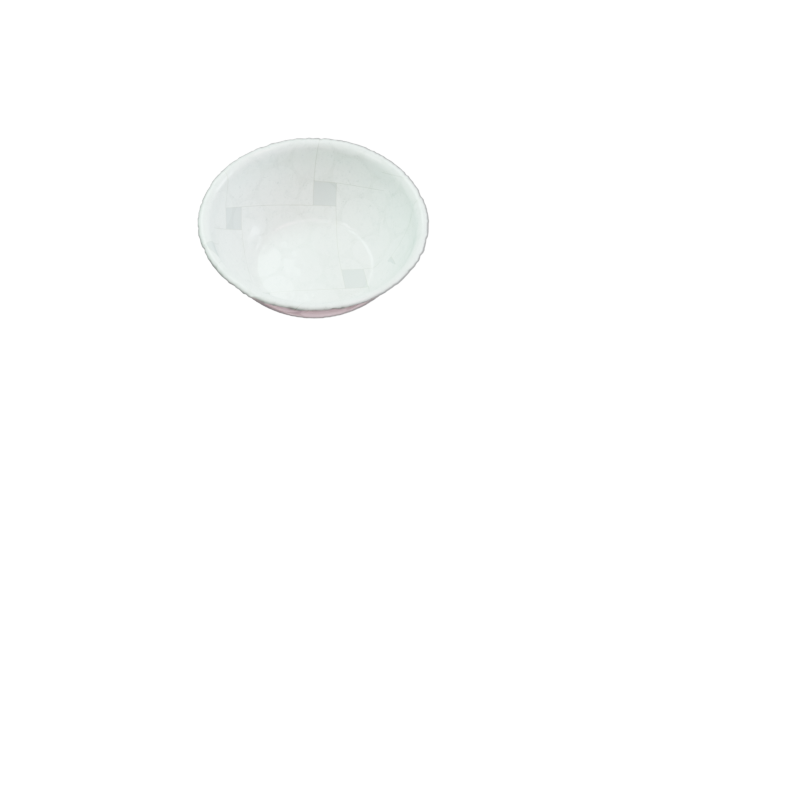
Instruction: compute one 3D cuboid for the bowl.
[{"bbox_3d":[-0.062,-0.114,0.796,0.162,0.174,0.051,-1,-37,-1],"label":"bowl"}]
